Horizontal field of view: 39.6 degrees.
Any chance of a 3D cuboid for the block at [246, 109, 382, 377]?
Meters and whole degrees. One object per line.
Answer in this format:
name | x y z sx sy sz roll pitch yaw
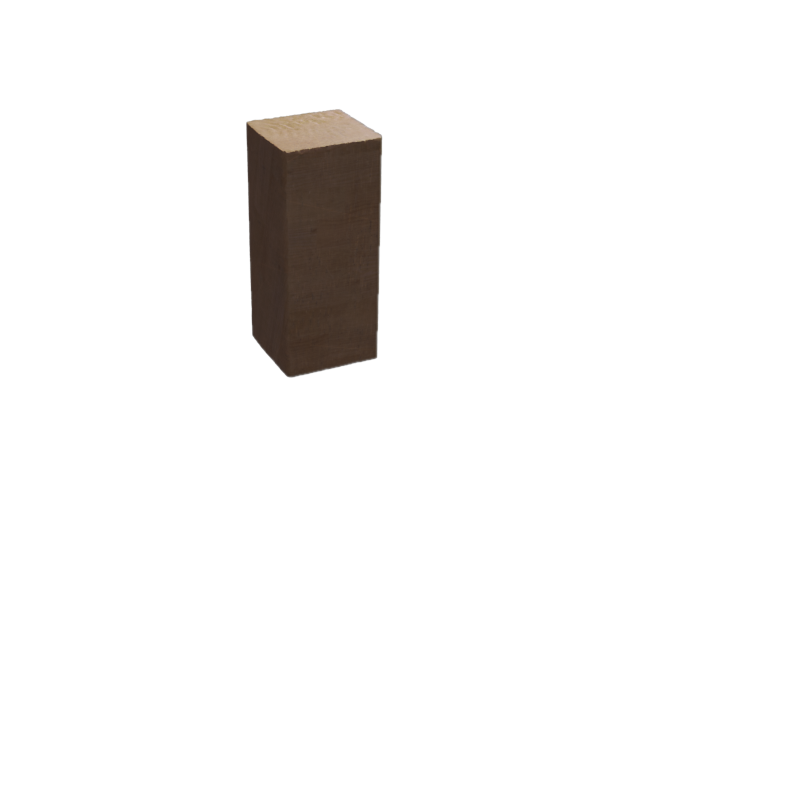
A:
block | -0.075 -0.137 0.960 0.089 0.195 0.097 -11 29 -24
